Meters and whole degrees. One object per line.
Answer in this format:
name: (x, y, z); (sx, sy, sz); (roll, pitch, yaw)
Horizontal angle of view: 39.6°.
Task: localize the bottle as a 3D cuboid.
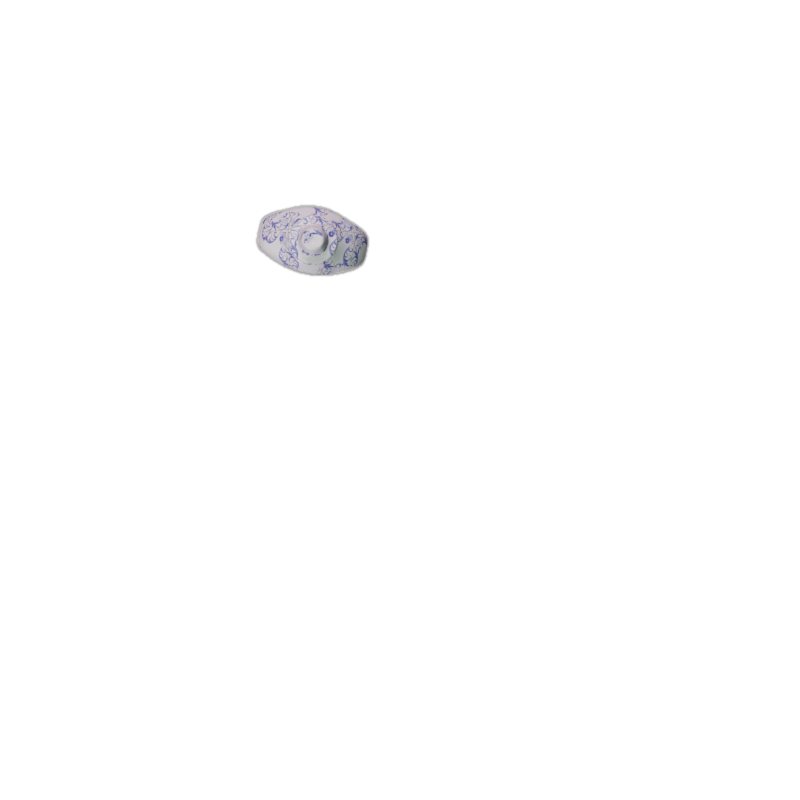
bottle: (-0.077, -0.140, 0.984); (0.096, 0.058, 0.193); (11, 5, -4)
